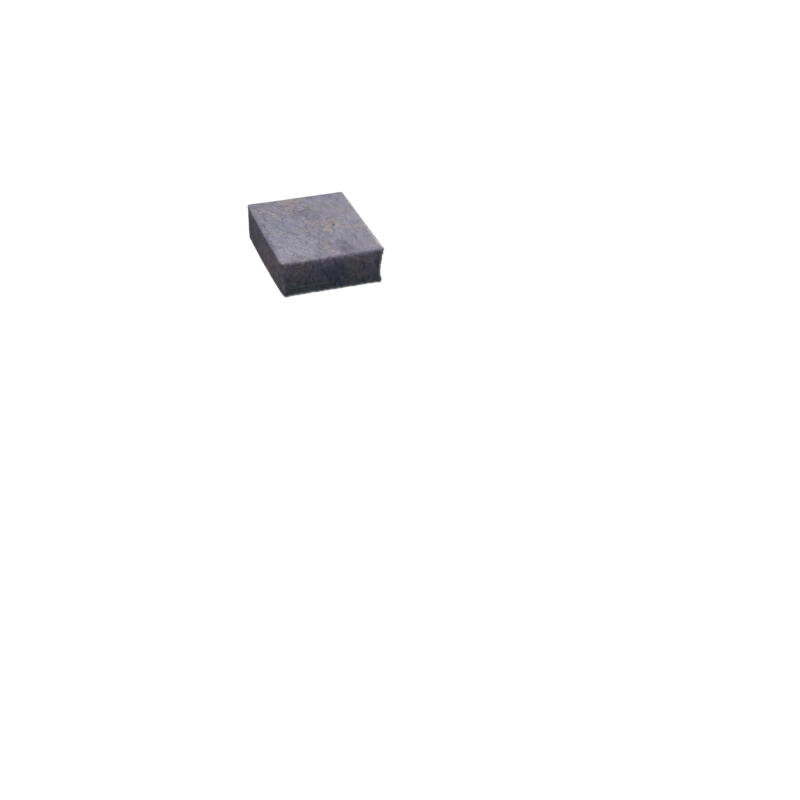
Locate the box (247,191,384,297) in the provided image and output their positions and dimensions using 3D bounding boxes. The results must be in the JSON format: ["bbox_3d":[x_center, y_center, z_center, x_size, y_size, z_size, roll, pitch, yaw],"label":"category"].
[{"bbox_3d":[-0.075,-0.136,0.956,0.089,0.036,0.123,-12,38,-16],"label":"box"}]
